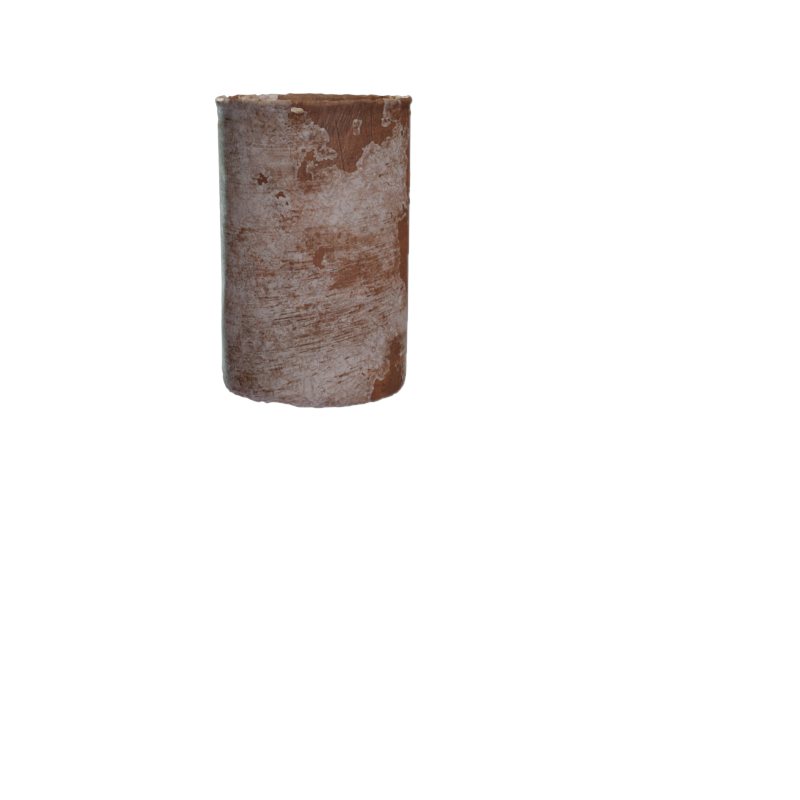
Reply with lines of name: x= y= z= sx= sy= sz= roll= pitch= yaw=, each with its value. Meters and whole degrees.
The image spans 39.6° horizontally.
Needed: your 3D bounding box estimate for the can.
can: x=-0.030 y=-0.056 z=0.389 sx=0.068 sy=0.100 sz=0.070 roll=0 pitch=11 yaw=-2
